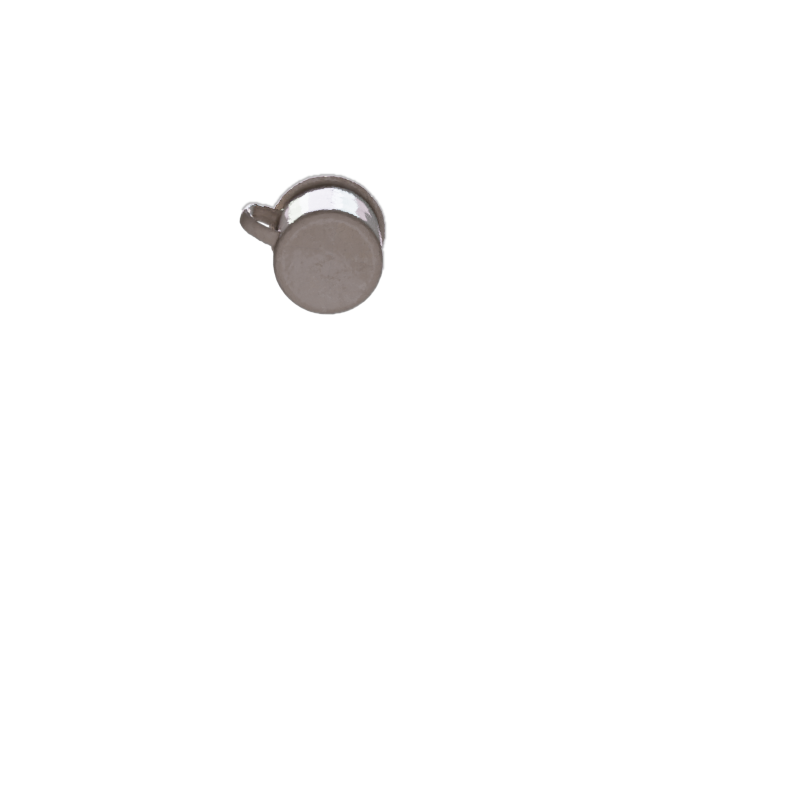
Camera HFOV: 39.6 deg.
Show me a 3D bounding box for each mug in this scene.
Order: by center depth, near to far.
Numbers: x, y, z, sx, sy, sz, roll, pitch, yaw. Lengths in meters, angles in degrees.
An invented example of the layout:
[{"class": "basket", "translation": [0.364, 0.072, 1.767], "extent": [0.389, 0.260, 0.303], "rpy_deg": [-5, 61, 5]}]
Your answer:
[{"class": "mug", "translation": [-0.066, -0.120, 0.841], "extent": [0.115, 0.091, 0.085], "rpy_deg": [23, 19, -10]}]
